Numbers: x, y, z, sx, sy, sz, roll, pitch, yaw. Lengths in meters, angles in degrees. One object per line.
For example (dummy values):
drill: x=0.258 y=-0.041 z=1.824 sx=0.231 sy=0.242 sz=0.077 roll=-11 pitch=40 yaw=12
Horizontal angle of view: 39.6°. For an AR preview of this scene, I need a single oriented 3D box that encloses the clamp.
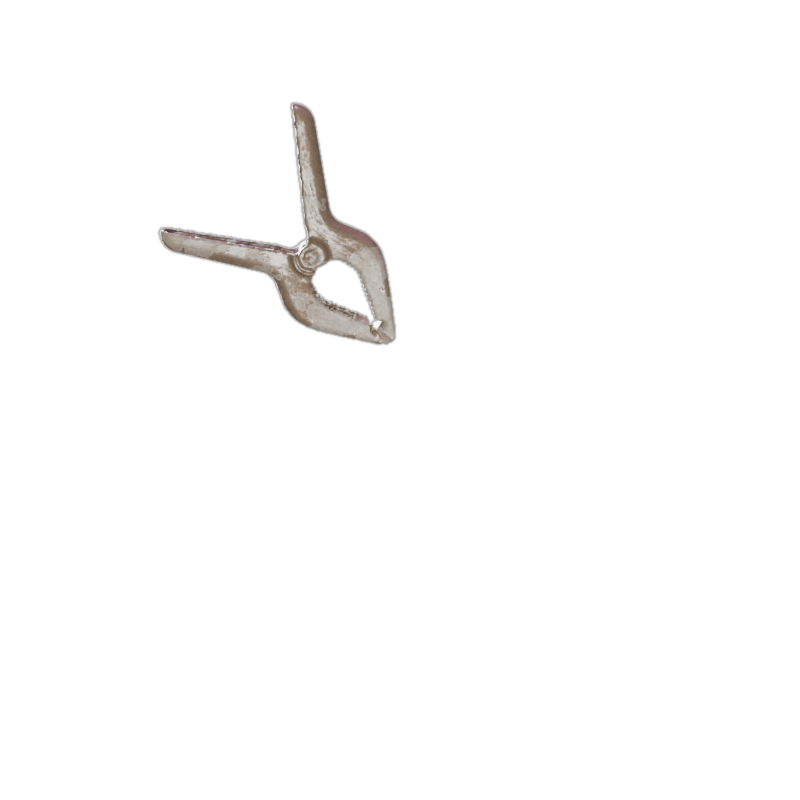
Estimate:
clamp: x=-0.073 y=-0.133 z=0.931 sx=0.206 sy=0.163 sz=0.037 roll=40 pitch=9 yaw=-8
